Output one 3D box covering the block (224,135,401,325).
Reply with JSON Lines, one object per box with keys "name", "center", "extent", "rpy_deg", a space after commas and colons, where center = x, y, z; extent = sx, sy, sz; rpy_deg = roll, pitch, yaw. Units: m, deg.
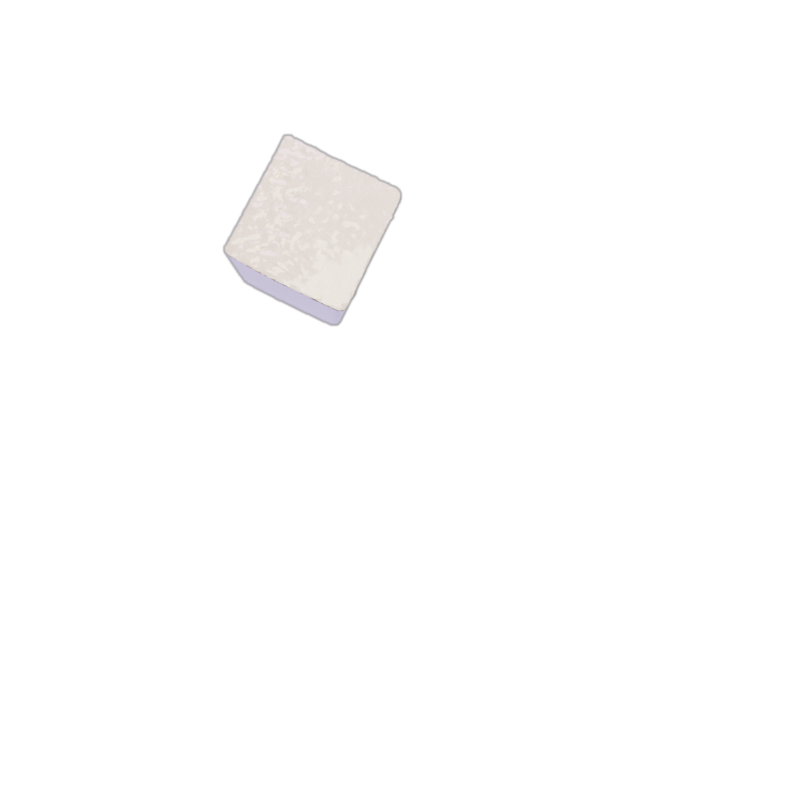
{"name": "block", "center": [-0.063, -0.116, 0.816], "extent": [0.090, 0.091, 0.205], "rpy_deg": [27, -2, -3]}
